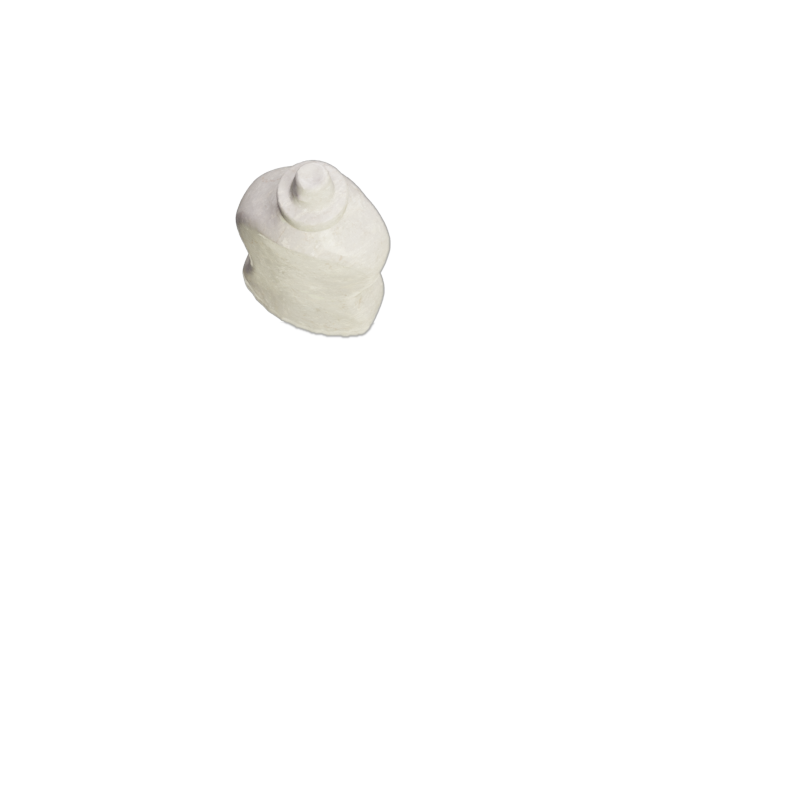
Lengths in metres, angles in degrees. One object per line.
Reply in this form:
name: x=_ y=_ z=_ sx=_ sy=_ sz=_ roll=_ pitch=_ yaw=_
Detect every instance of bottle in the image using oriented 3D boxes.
bottle: x=-0.054 y=-0.098 z=0.693 sx=0.098 sy=0.060 sz=0.184 roll=25 pitch=-16 yaw=4
